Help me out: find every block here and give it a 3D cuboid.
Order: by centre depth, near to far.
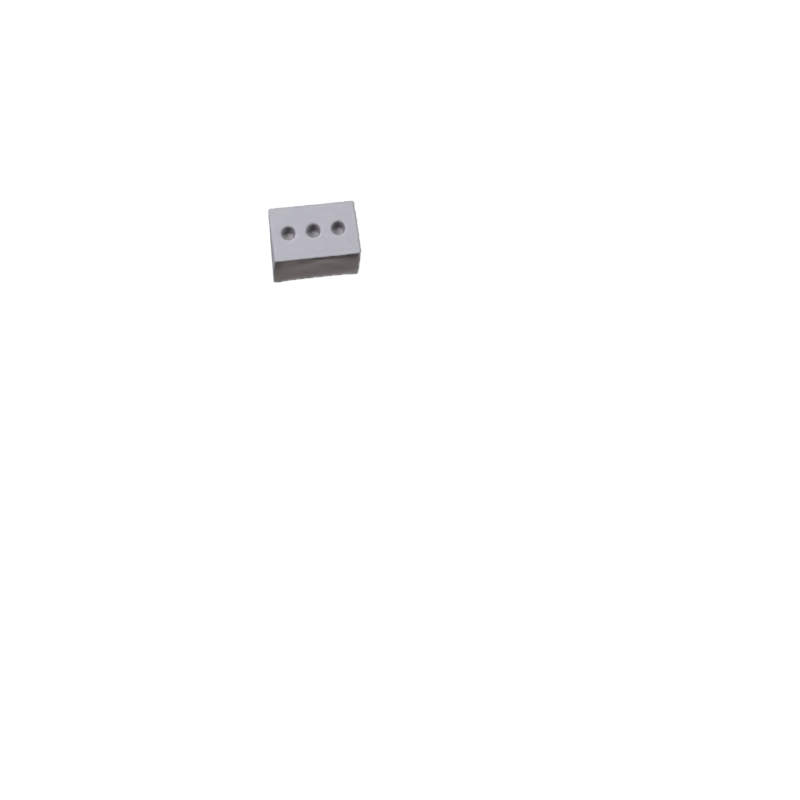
[{"bbox_3d":[-0.077,-0.140,0.984,0.078,0.055,0.049,-7,-19,-4],"label":"block"}]
